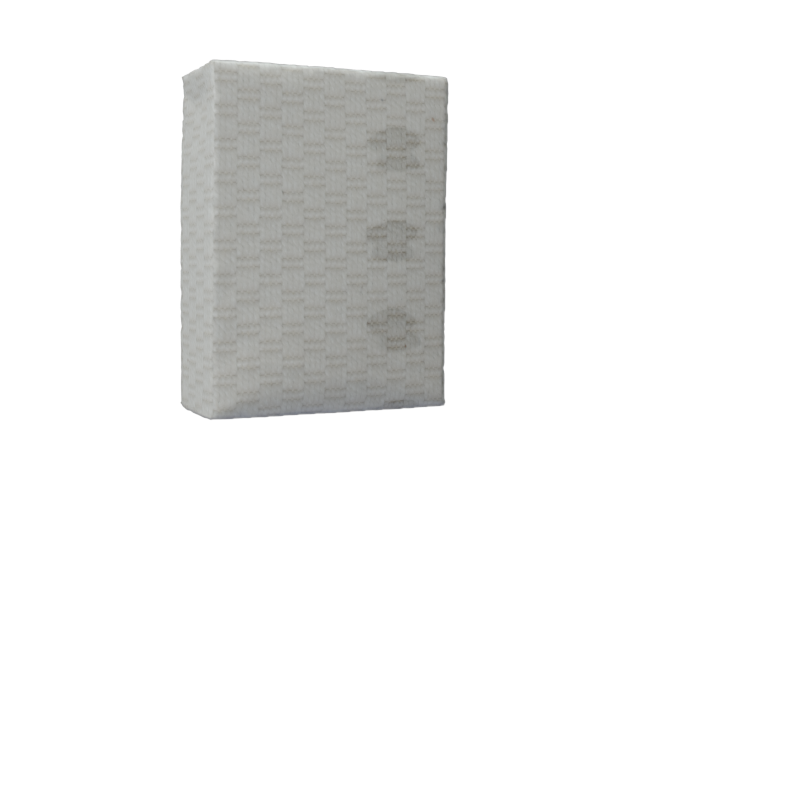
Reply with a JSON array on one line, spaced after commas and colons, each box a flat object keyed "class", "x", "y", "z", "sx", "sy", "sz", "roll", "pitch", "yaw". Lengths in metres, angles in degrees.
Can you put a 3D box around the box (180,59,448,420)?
[{"class": "box", "x": -0.055, "y": -0.101, "z": 0.708, "sx": 0.159, "sy": 0.214, "sz": 0.074, "roll": -1, "pitch": 1, "yaw": -26}]
